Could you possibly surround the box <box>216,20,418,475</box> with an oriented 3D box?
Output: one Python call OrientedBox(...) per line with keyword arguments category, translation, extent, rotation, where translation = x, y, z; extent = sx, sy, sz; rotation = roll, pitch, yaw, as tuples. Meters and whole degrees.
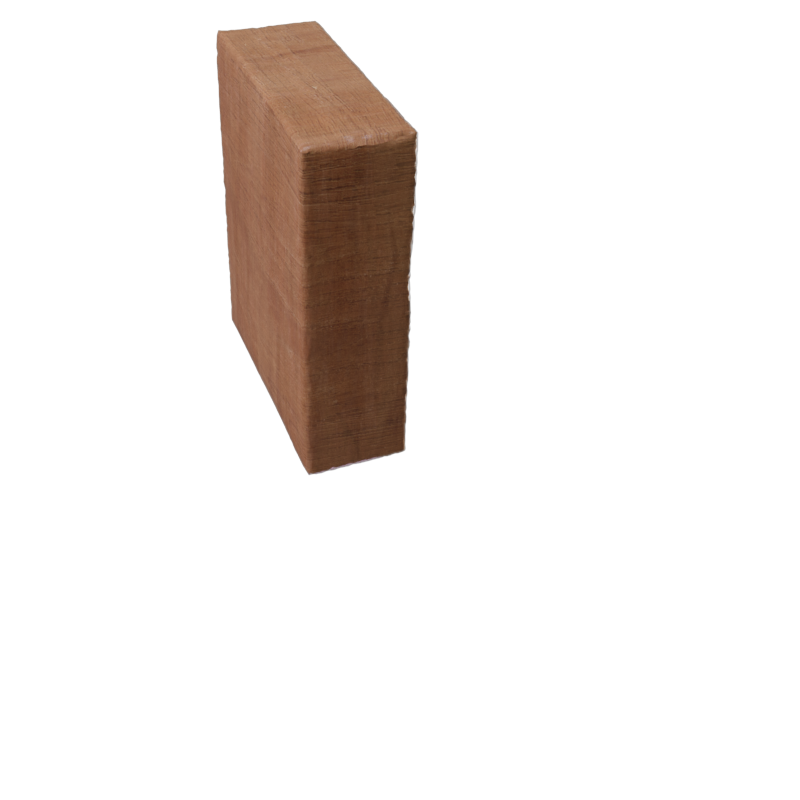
OrientedBox(category="box", translation=(-0.051, -0.093, 0.651), extent=(0.071, 0.200, 0.178), rotation=(-11, 38, -18))
